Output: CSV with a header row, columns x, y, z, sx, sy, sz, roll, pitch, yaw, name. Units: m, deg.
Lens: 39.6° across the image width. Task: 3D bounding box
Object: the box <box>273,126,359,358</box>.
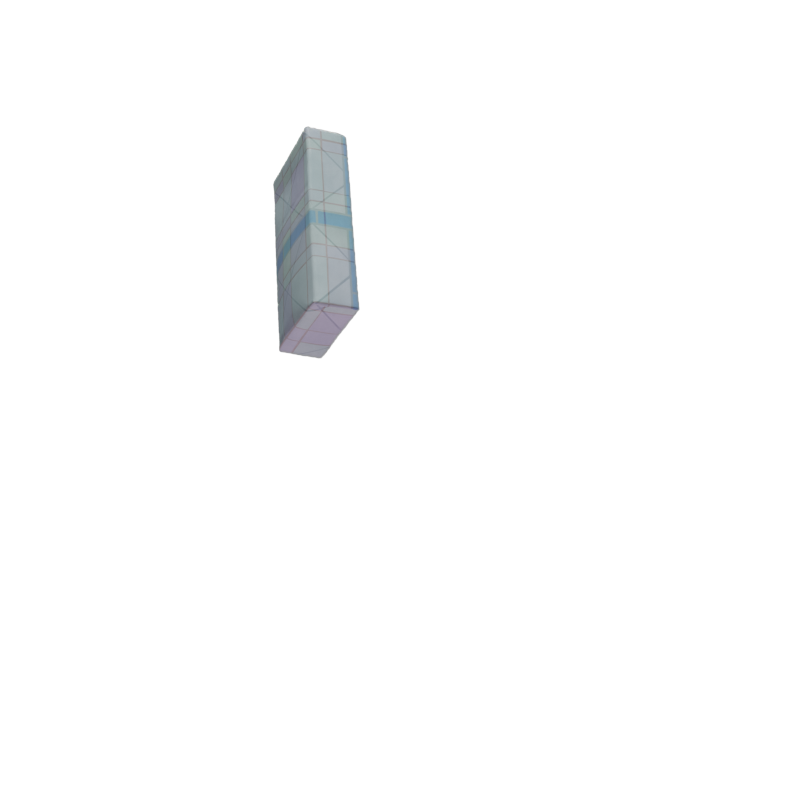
x,y,z,sx,sy,sz,roll,pitch,yaw,name
-0.074,-0.135,0.945,0.046,0.188,0.090,11,-32,-21,box
